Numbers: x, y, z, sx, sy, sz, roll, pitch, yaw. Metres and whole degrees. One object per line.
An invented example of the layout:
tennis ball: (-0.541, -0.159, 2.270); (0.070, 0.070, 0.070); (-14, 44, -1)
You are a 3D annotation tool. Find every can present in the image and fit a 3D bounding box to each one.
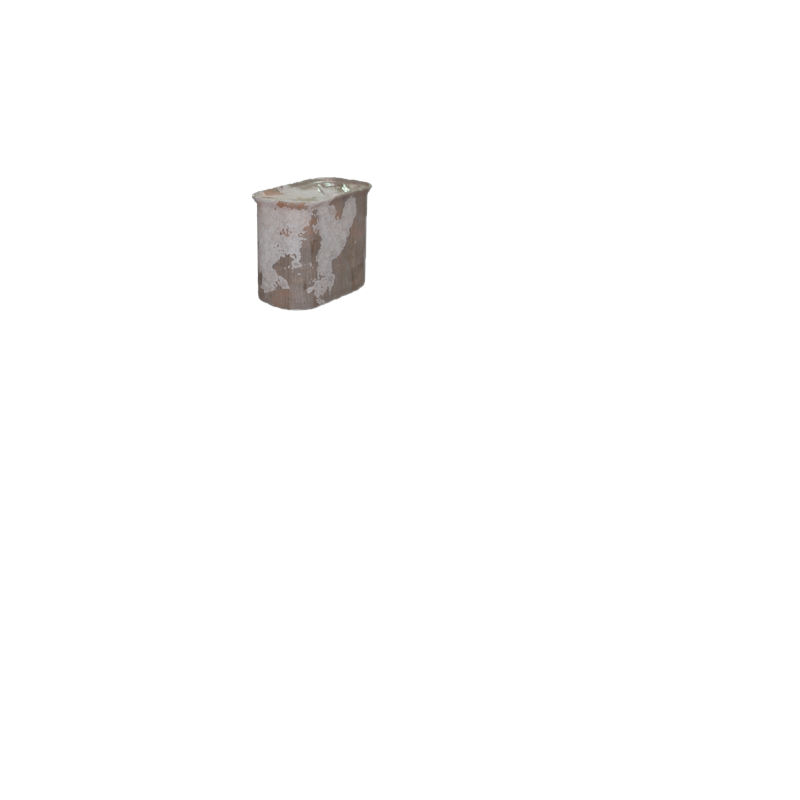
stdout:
can: (-0.067, -0.123, 0.858); (0.060, 0.081, 0.101); (12, 22, 32)
